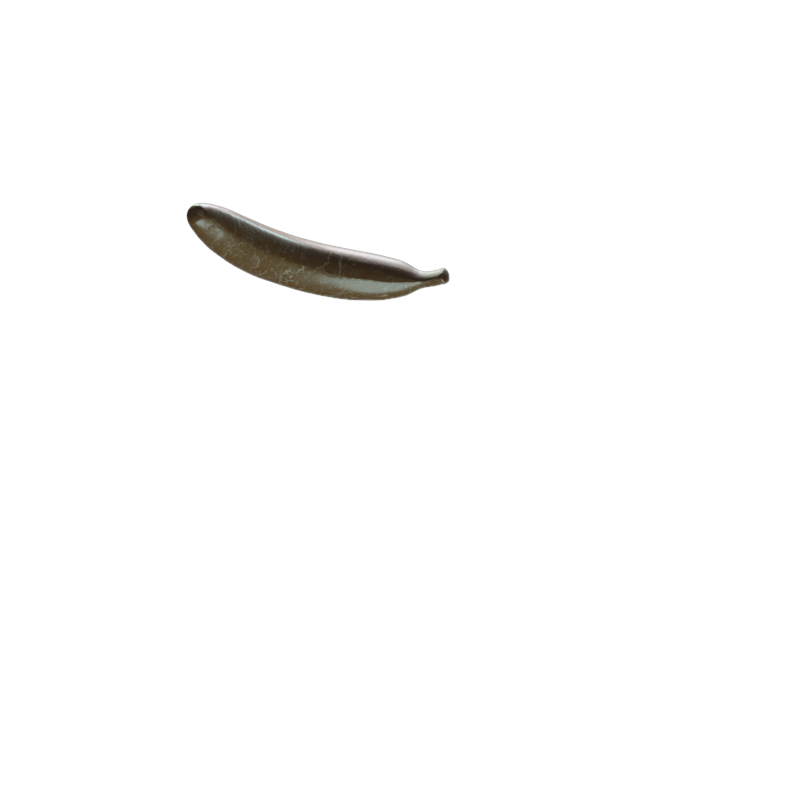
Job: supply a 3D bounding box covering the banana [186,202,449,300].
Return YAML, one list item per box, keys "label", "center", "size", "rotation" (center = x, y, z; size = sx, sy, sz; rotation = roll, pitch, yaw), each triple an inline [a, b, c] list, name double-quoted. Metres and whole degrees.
- label: "banana"
  center: [-0.066, -0.104, 0.800]
  size: [0.191, 0.039, 0.068]
  rotation: [10, -29, -21]
